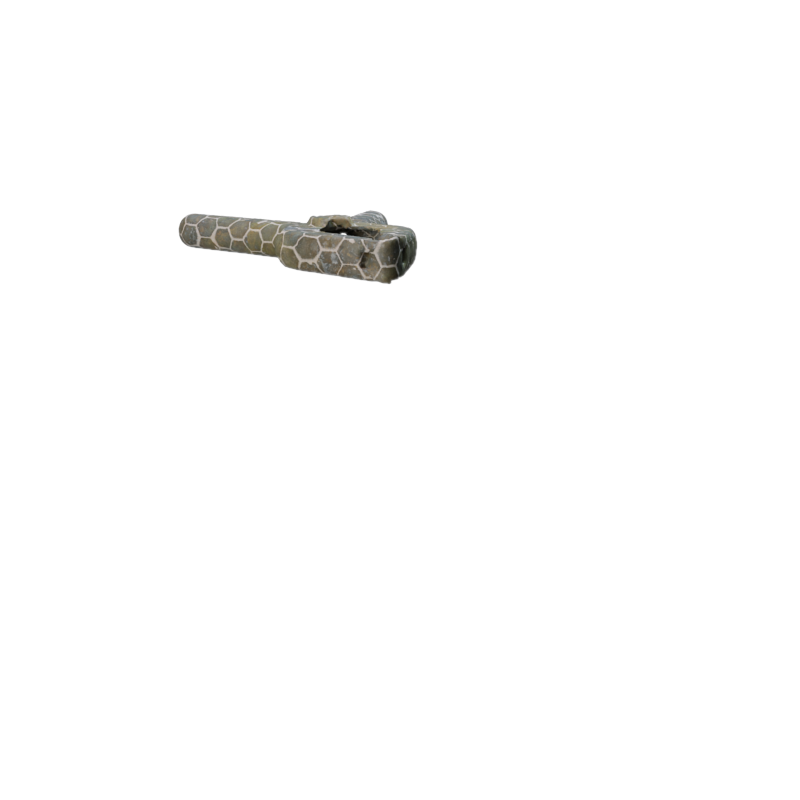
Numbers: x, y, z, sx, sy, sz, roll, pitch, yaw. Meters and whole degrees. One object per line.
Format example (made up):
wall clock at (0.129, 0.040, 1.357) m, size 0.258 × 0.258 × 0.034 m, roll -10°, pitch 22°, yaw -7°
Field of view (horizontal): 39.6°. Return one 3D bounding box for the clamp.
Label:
clamp at (-0.059, -0.108, 0.759) m, size 0.161 × 0.035 × 0.219 m, roll -4°, pitch 15°, yaw -16°
